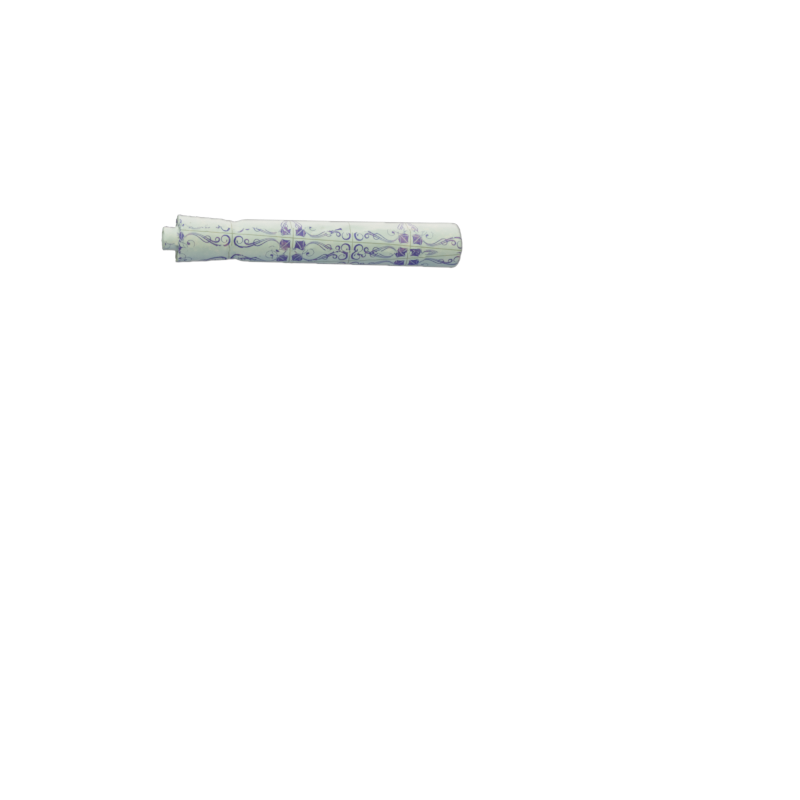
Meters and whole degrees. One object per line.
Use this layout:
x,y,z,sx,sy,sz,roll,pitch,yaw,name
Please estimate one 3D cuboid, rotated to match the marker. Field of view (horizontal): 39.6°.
-0.035,-0.064,0.445,0.119,0.020,0.020,-1,4,-14,marker
